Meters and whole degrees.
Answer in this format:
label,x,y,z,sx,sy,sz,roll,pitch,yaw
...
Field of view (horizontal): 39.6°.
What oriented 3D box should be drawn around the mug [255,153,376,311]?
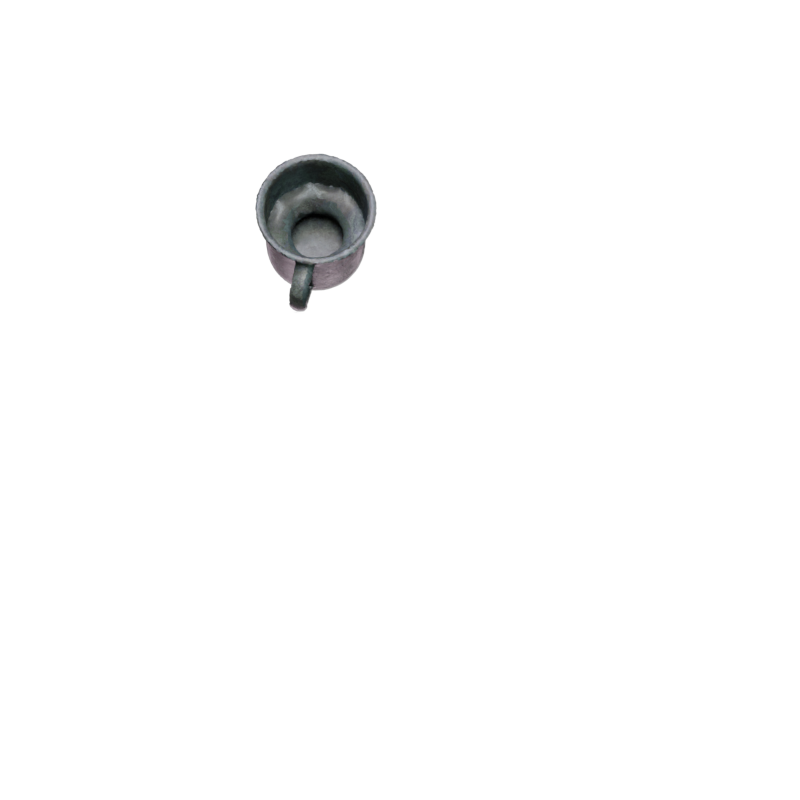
label,x,y,z,sx,sy,sz,roll,pitch,yaw
mug,-0.069,-0.126,0.882,0.094,0.122,0.078,8,-20,1
